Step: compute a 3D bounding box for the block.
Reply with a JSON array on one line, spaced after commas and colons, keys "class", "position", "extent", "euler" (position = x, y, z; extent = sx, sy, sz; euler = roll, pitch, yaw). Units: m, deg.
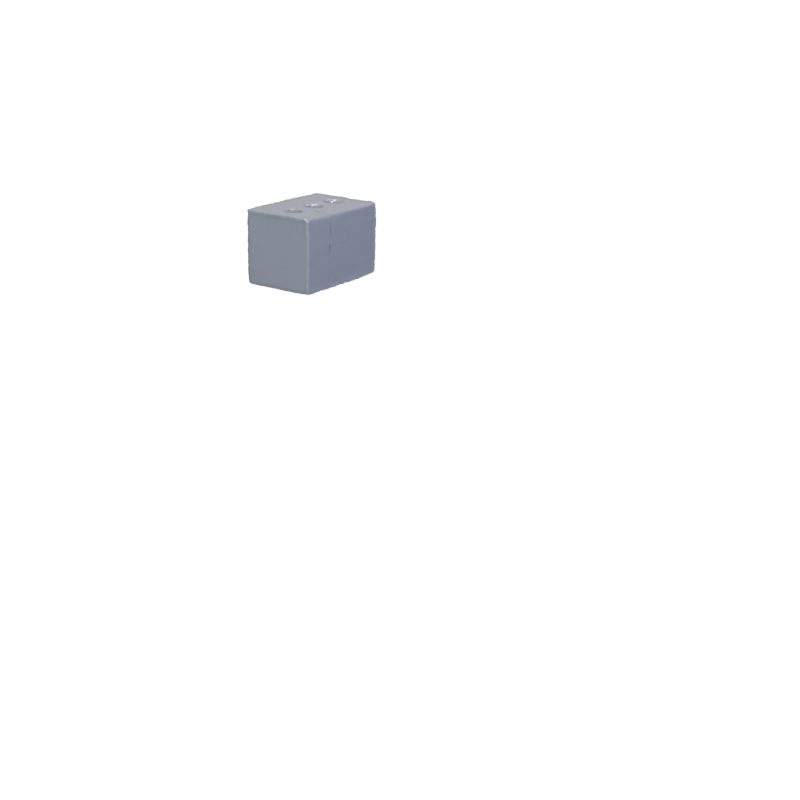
[{"class": "block", "position": [-0.058, -0.107, 0.747], "extent": [0.055, 0.049, 0.077], "euler": [12, 22, 33]}]
